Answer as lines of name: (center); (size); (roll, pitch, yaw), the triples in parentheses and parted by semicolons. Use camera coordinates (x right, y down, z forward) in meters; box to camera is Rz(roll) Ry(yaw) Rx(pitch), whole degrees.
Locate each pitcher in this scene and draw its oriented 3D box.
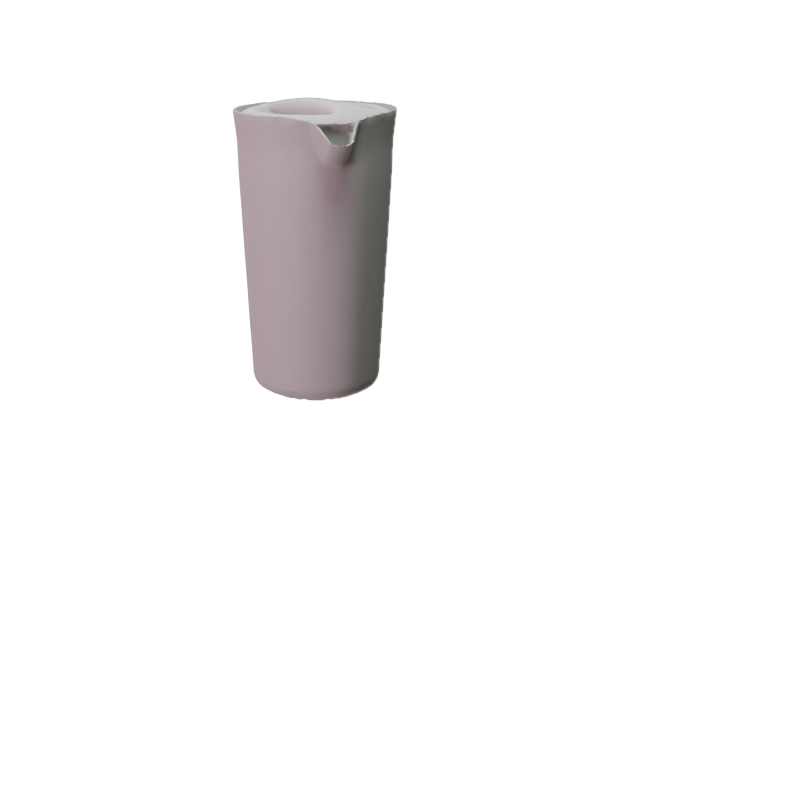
pitcher: (-0.073, -0.134, 0.937); (0.151, 0.235, 0.148); (9, 18, 26)
